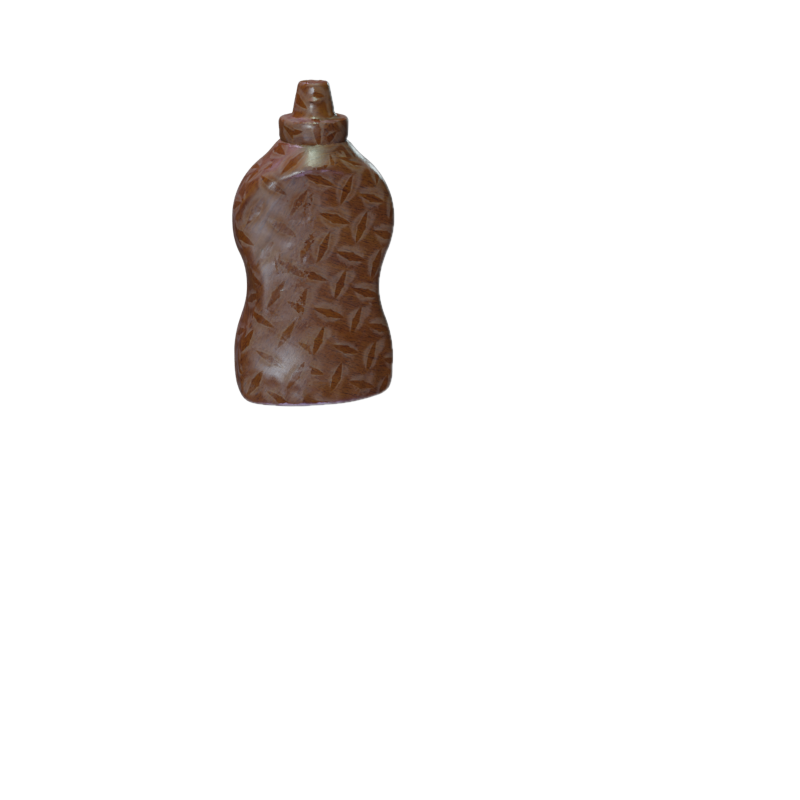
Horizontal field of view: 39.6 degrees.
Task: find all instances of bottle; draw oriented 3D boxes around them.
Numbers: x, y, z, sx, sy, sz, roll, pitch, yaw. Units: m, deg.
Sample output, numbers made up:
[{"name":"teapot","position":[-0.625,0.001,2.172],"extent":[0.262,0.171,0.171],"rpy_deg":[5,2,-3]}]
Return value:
[{"name":"bottle","position":[-0.052,-0.094,0.663],"extent":[0.095,0.185,0.061],"rpy_deg":[-2,16,-10]}]
